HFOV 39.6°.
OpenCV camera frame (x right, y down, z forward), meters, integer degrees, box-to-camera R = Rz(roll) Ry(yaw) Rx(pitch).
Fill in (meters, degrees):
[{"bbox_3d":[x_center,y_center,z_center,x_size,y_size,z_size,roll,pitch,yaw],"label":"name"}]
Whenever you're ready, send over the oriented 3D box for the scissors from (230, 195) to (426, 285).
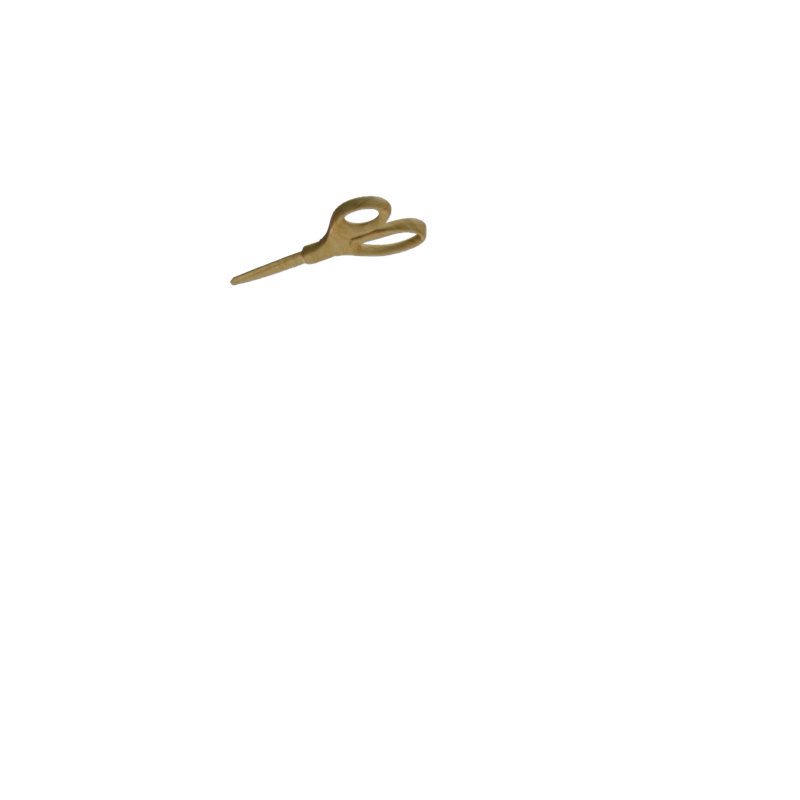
[{"bbox_3d":[-0.078,-0.142,0.997,0.205,0.017,0.089,-8,-27,16],"label":"scissors"}]
